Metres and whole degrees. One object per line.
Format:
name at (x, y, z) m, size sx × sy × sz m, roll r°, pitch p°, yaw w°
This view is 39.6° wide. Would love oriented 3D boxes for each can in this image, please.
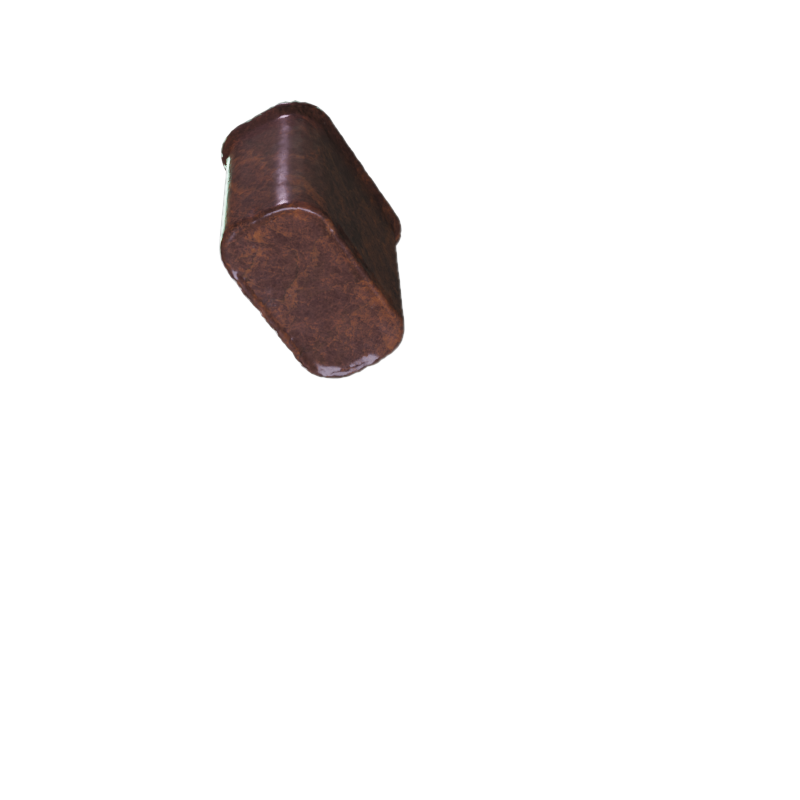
can at (-0.040, -0.073, 0.509) m, size 0.058 × 0.095 × 0.090 m, roll -26°, pitch 36°, yaw 17°
